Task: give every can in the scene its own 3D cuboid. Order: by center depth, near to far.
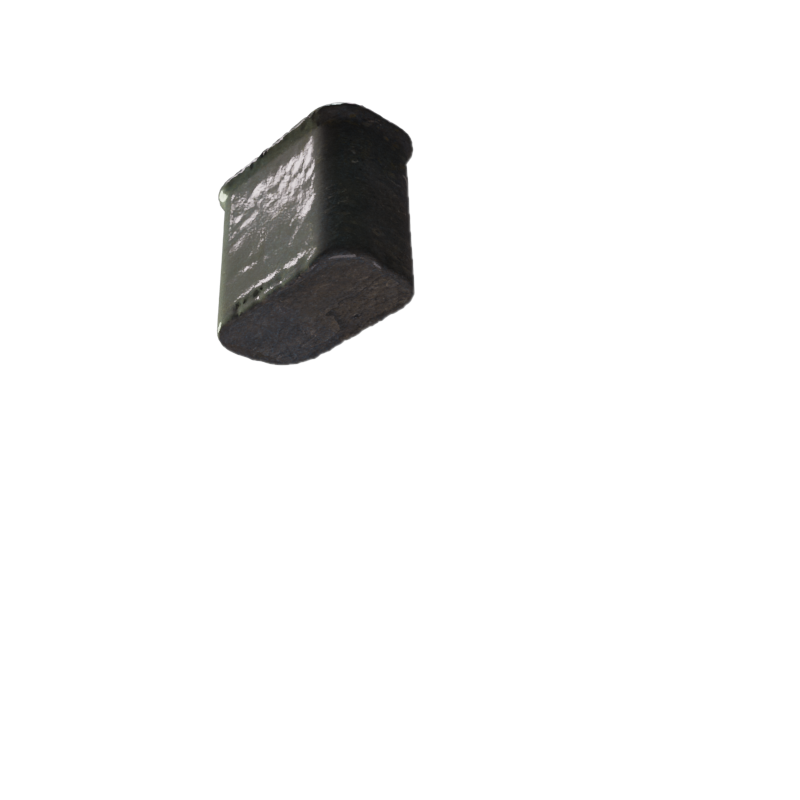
[{"bbox_3d":[-0.040,-0.073,0.512,0.054,0.089,0.101,26,-41,-36],"label":"can"}]
